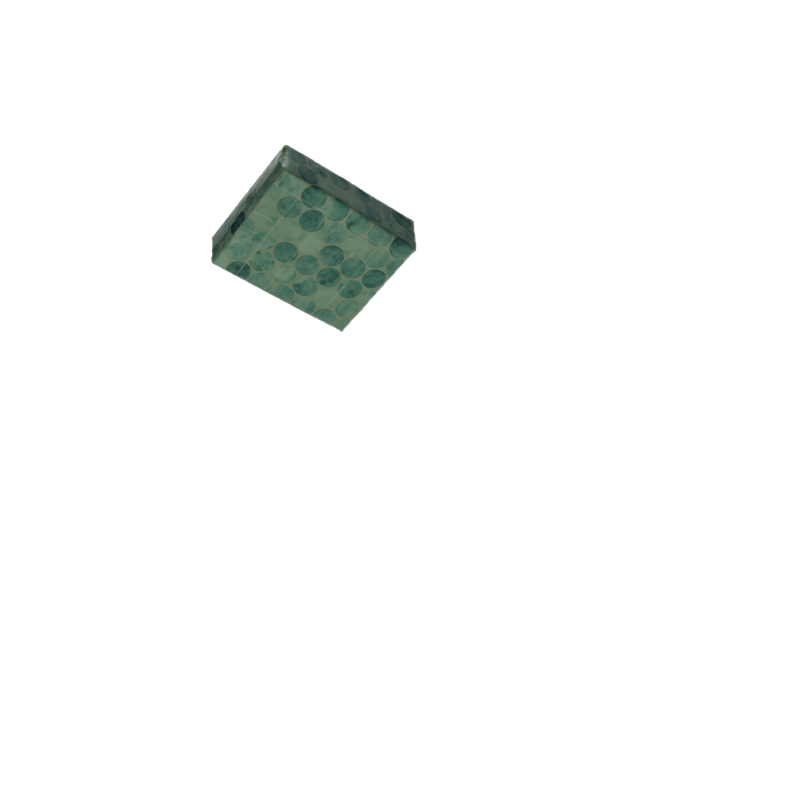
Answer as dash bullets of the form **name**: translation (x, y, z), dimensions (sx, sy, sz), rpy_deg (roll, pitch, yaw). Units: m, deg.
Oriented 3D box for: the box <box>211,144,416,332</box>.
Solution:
- **box**: translation (-0.059, -0.108, 0.755), dimensions (0.108, 0.088, 0.042), rpy_deg (30, 31, -21)
